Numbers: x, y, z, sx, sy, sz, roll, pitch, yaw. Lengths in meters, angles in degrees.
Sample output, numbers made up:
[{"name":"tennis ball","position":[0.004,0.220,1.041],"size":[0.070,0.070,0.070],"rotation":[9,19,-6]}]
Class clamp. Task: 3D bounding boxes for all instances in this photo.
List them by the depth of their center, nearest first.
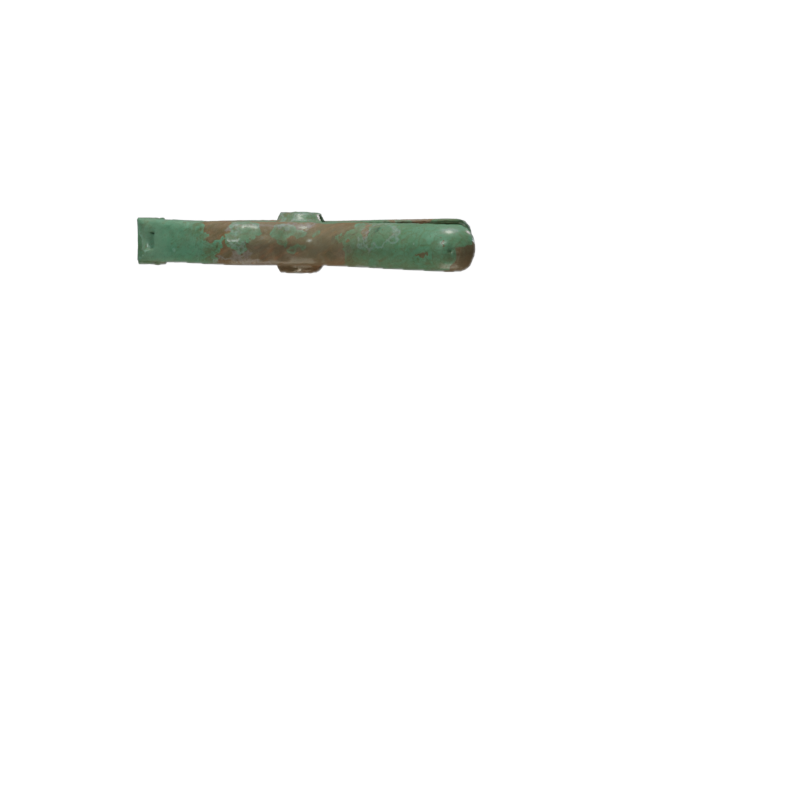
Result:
[{"name":"clamp","position":[-0.052,-0.096,0.670],"size":[0.214,0.036,0.164],"rotation":[2,9,12]}]
